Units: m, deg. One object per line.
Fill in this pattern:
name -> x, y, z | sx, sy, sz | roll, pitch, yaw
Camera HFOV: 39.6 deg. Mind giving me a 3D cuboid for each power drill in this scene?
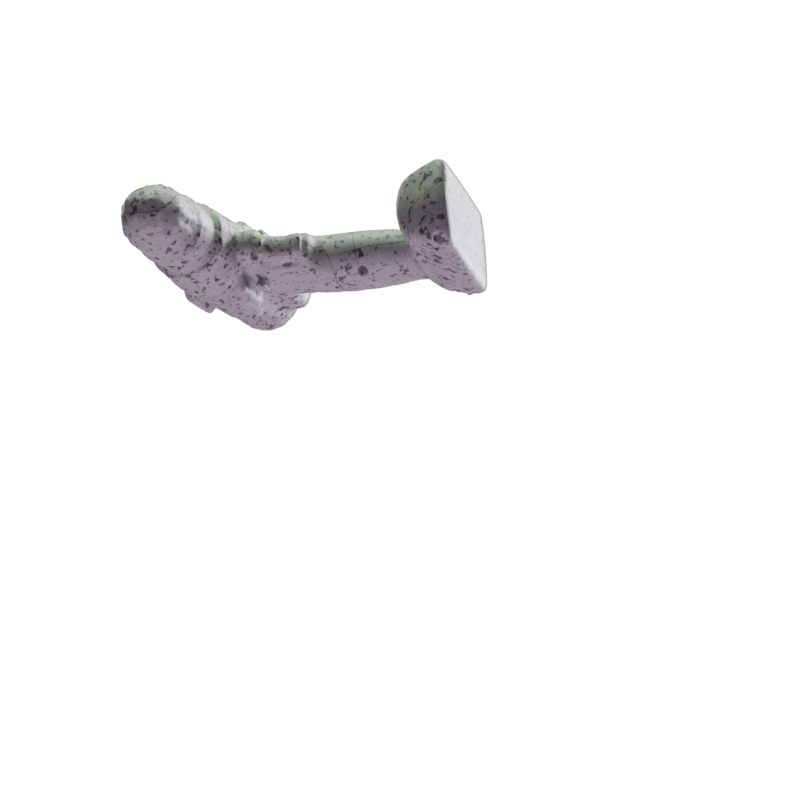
power drill -> -0.052, -0.096, 0.669 | 0.191, 0.060, 0.174 | -5, -14, 20
